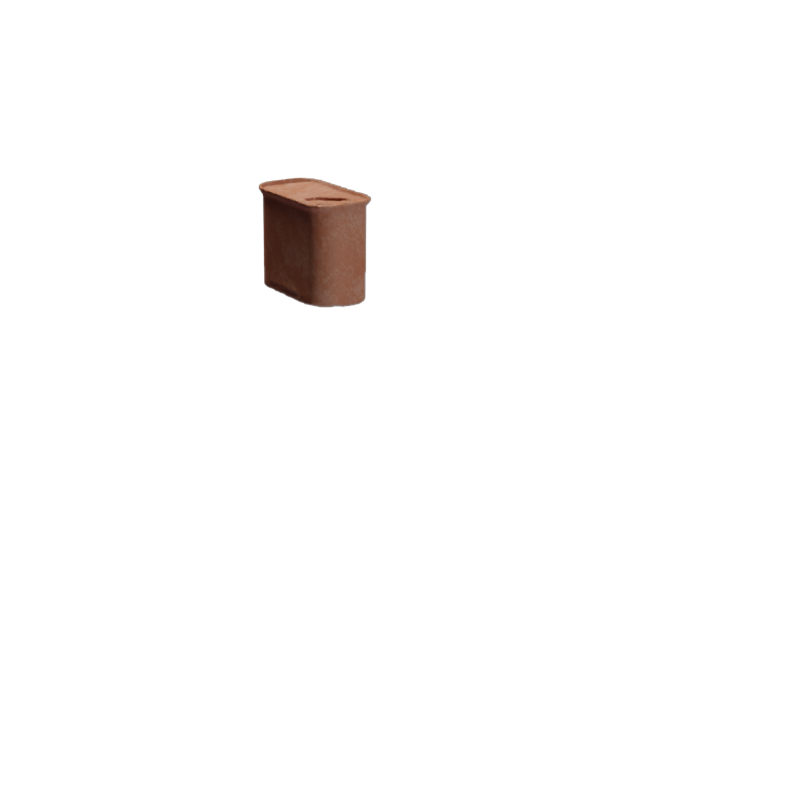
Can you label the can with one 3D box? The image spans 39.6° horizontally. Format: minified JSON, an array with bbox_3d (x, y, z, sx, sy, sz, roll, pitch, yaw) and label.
[{"bbox_3d":[-0.069,-0.126,0.883,0.056,0.081,0.108,-11,23,-33],"label":"can"}]
